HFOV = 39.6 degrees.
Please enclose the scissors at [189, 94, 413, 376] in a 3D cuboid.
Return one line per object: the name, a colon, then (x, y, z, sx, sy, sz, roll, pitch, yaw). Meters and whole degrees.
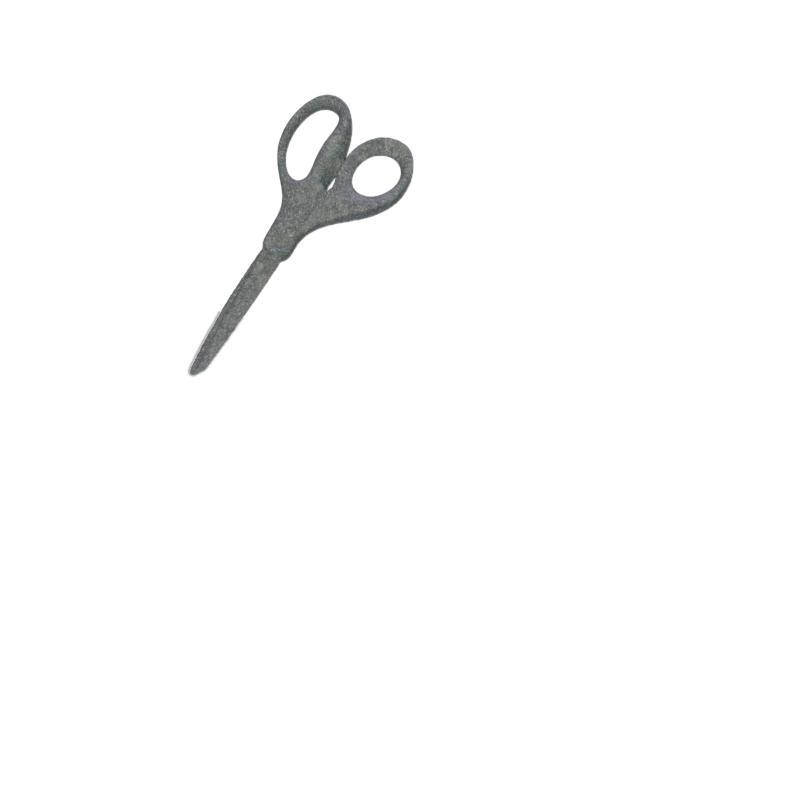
scissors: (-0.053, -0.097, 0.678, 0.097, 0.210, 0.015, 12, -22, 5)
